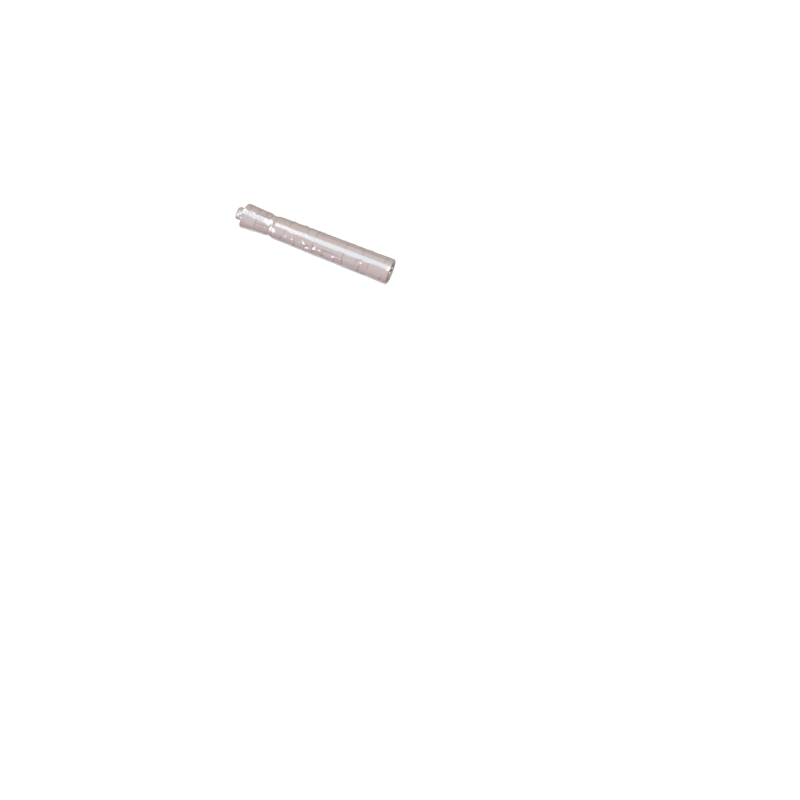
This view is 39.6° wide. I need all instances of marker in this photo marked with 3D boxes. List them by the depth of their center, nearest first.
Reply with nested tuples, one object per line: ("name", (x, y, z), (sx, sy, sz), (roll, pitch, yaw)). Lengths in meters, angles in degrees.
("marker", (-0.062, -0.114, 0.797), (0.124, 0.019, 0.019), (23, 8, 12))
